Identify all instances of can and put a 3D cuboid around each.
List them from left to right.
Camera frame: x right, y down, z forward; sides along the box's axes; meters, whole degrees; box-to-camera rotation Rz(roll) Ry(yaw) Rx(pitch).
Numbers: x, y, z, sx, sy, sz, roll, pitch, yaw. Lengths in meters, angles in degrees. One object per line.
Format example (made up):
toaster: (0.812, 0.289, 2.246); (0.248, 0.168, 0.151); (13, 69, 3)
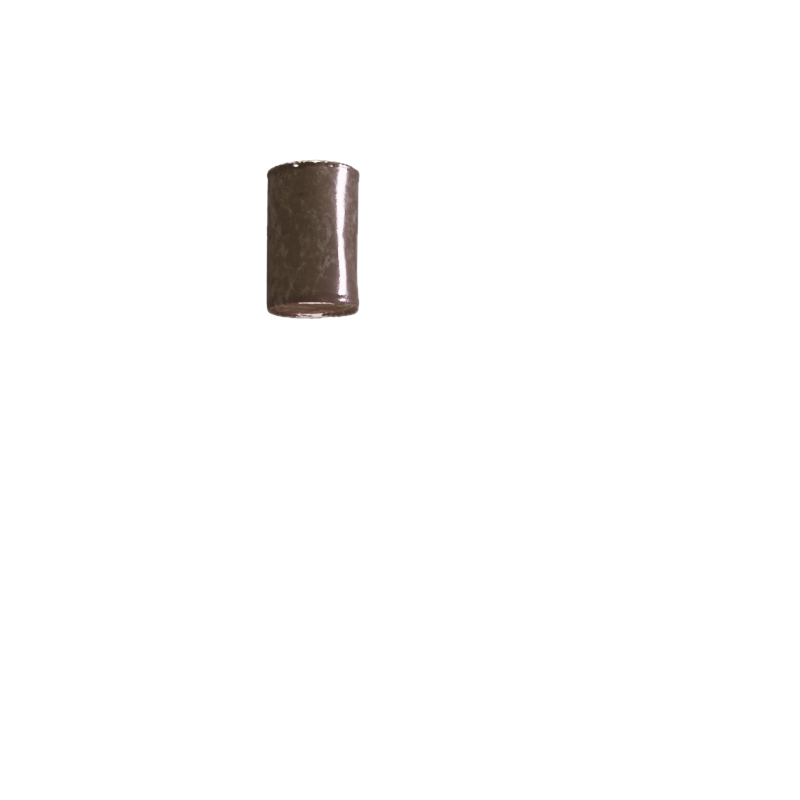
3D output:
can: (-0.062, -0.114, 0.797); (0.068, 0.105, 0.067); (0, -11, -2)
